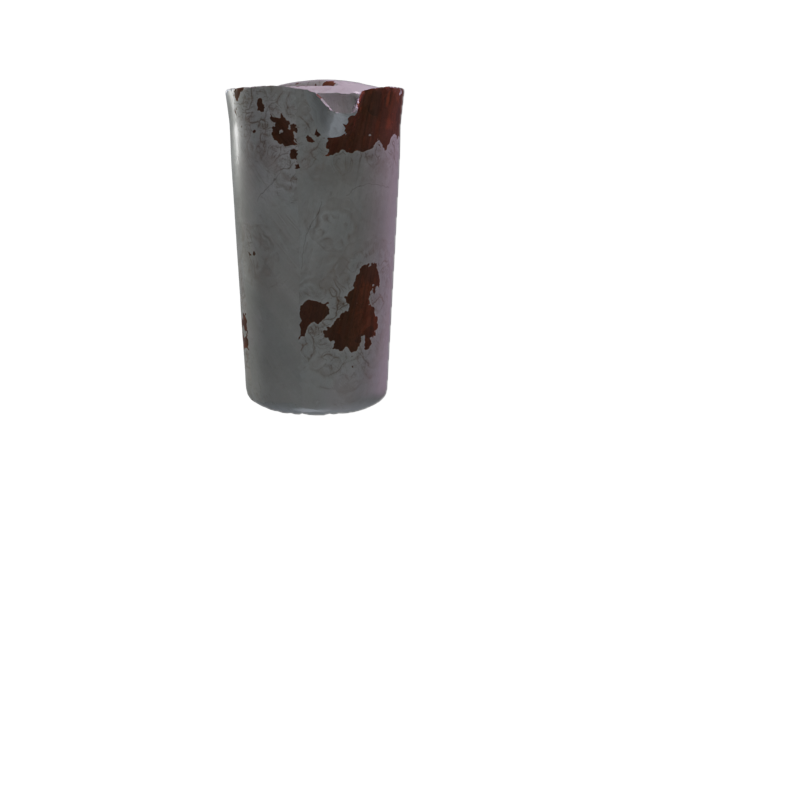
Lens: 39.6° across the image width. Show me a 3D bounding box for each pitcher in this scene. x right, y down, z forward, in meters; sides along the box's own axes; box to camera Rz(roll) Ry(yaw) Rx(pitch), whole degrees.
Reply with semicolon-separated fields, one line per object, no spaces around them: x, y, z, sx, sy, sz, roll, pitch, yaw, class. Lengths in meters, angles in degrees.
-0.066;-0.121;0.846;0.150;0.240;0.146;4;8;27;pitcher
